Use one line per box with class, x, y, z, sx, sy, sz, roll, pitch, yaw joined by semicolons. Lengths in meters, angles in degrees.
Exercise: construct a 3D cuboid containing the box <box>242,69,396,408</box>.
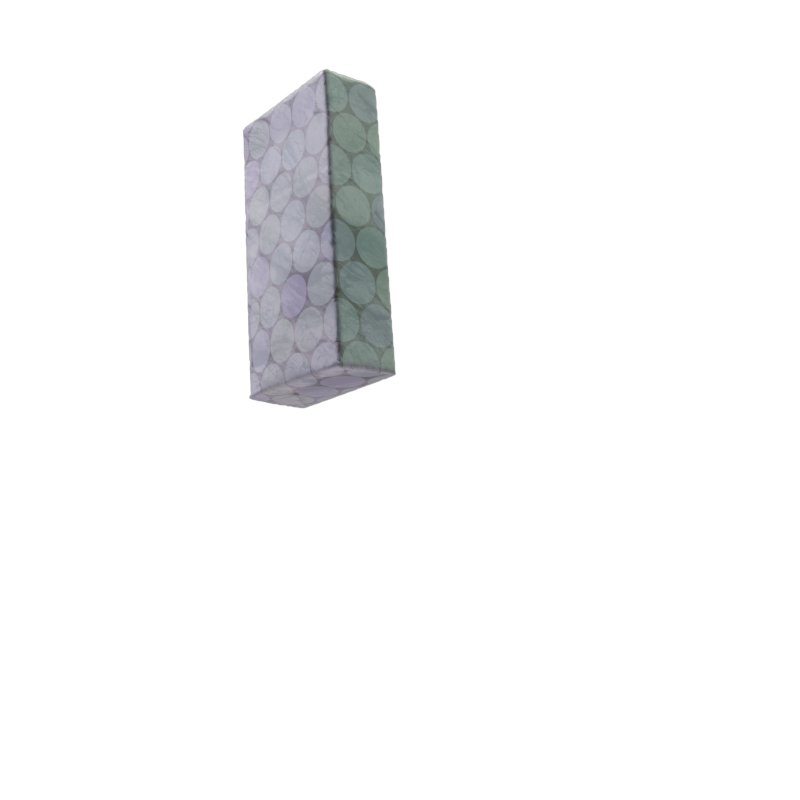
box;-0.050;-0.092;0.643;0.046;0.185;0.094;14;-24;-36
